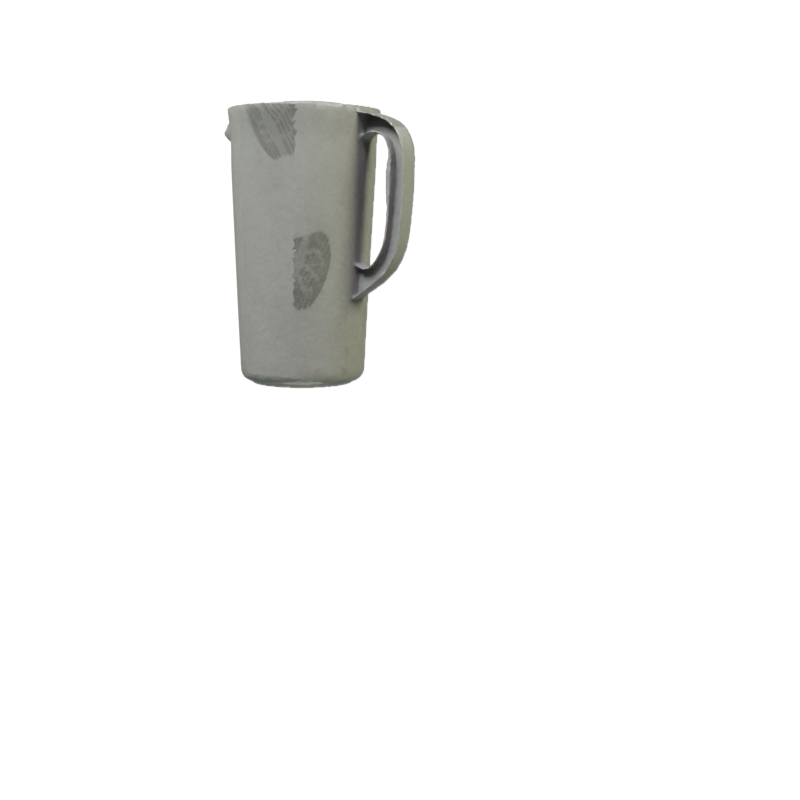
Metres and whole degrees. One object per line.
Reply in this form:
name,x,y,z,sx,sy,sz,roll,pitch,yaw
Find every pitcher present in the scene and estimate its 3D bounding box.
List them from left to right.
pitcher,-0.075,-0.137,0.958,0.142,0.242,0.153,-1,4,-14
